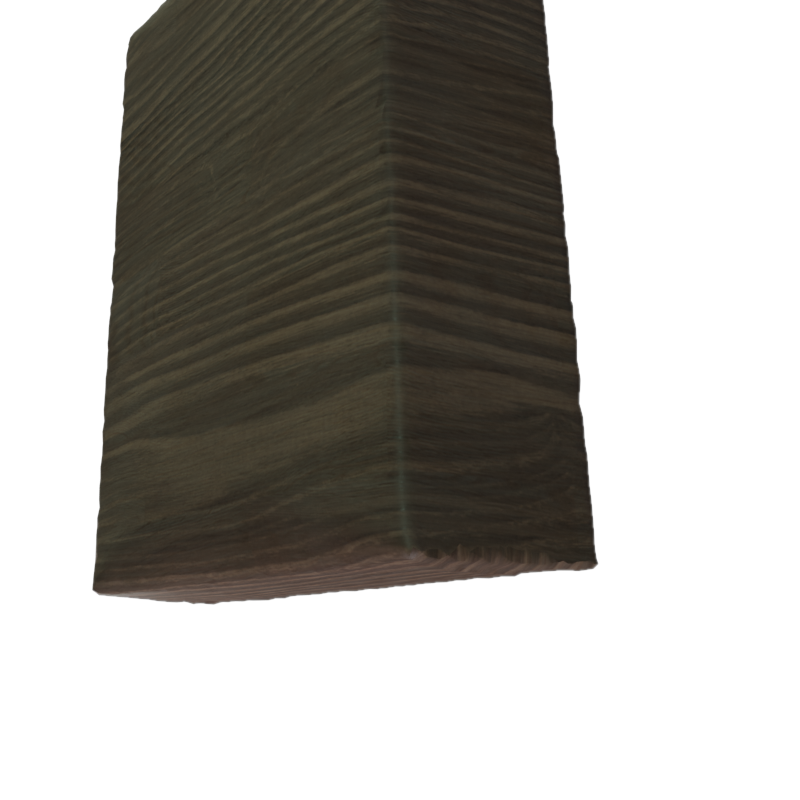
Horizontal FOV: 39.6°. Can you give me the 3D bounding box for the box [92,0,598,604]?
[{"bbox_3d":[-0.028,-0.051,0.354,0.068,0.224,0.165,14,-23,-36],"label":"box"}]
